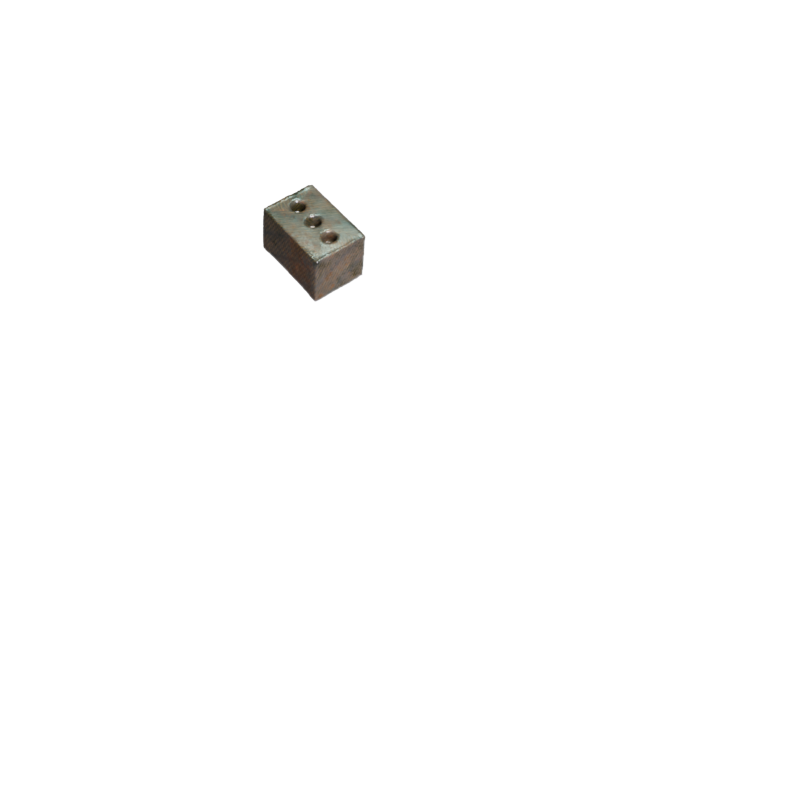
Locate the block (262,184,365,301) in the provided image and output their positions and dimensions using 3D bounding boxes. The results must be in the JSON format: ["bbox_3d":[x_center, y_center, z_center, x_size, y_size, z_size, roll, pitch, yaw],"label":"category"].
[{"bbox_3d":[-0.073,-0.133,0.934,0.053,0.048,0.083,-30,58,-24],"label":"block"}]
